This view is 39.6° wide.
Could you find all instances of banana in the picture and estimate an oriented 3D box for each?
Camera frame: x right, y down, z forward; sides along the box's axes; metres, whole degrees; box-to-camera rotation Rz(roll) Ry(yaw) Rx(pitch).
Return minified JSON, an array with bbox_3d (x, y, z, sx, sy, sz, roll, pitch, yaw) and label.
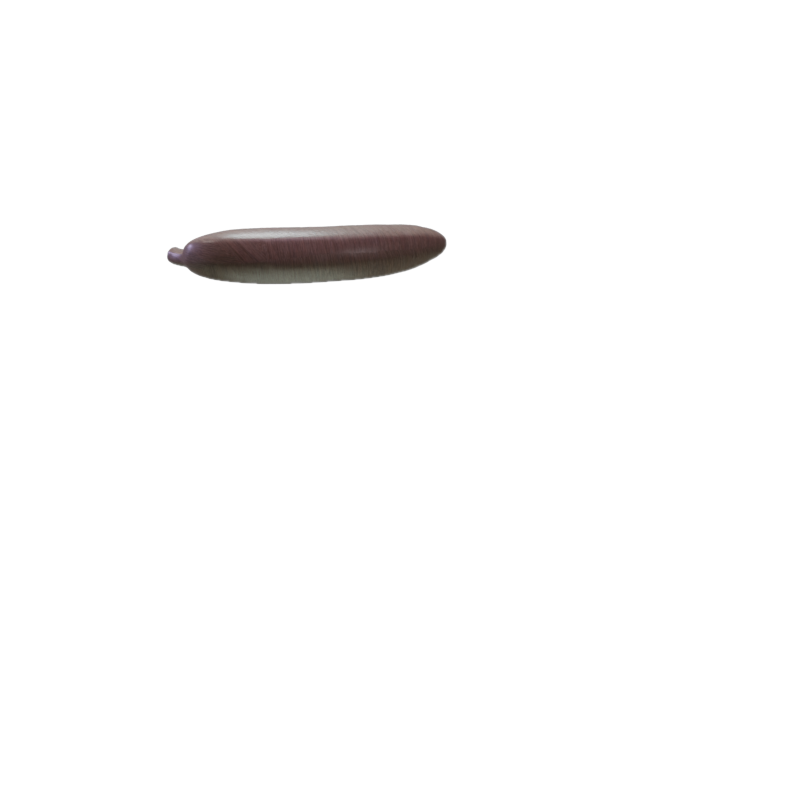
[{"bbox_3d":[-0.062,-0.103,0.757,0.197,0.035,0.073,-1,22,-3],"label":"banana"}]
